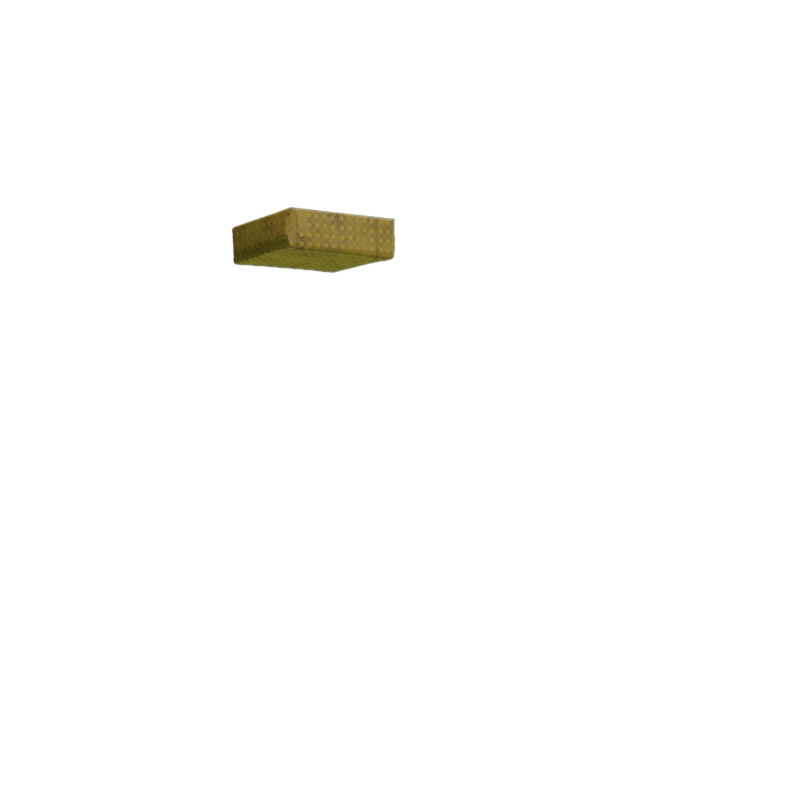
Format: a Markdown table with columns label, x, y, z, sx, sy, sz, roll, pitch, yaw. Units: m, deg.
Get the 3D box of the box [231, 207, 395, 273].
| label | x | y | z | sx | sy | sz | roll | pitch | yaw |
| --- | --- | --- | --- | --- | --- | --- | --- | --- | --- |
| box | -0.074 | -0.135 | 0.948 | 0.109 | 0.040 | 0.092 | 3 | -5 | -37 |
